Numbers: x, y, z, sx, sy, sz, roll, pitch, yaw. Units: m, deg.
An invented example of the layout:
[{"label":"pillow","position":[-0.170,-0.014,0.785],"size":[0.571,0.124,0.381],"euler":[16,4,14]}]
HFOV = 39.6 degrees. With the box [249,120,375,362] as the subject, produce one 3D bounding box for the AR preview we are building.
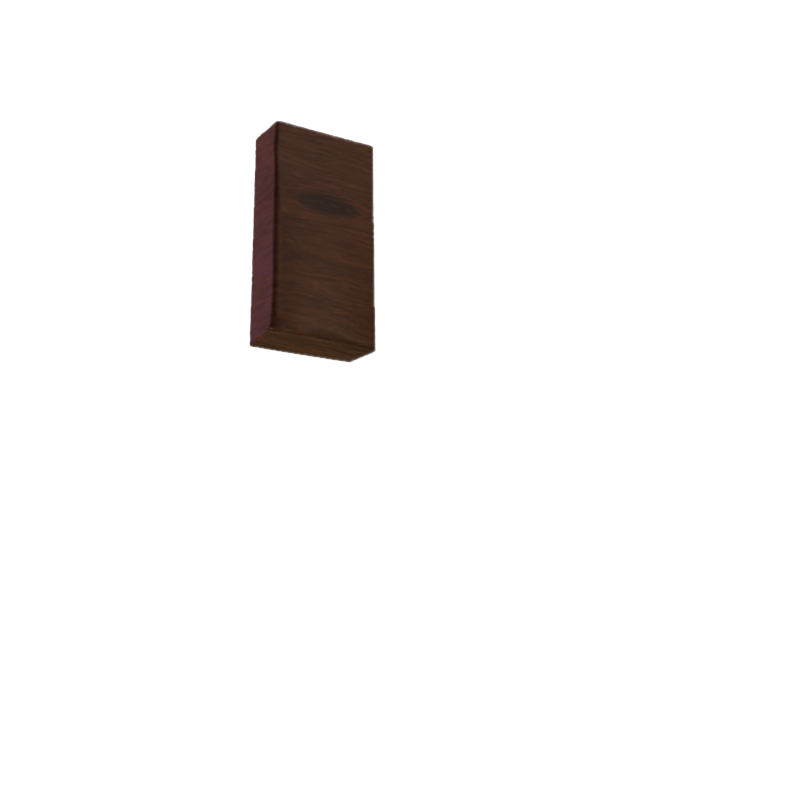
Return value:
[{"label":"box","position":[-0.068,-0.125,0.874],"size":[0.089,0.185,0.048],"euler":[11,-25,-29]}]
